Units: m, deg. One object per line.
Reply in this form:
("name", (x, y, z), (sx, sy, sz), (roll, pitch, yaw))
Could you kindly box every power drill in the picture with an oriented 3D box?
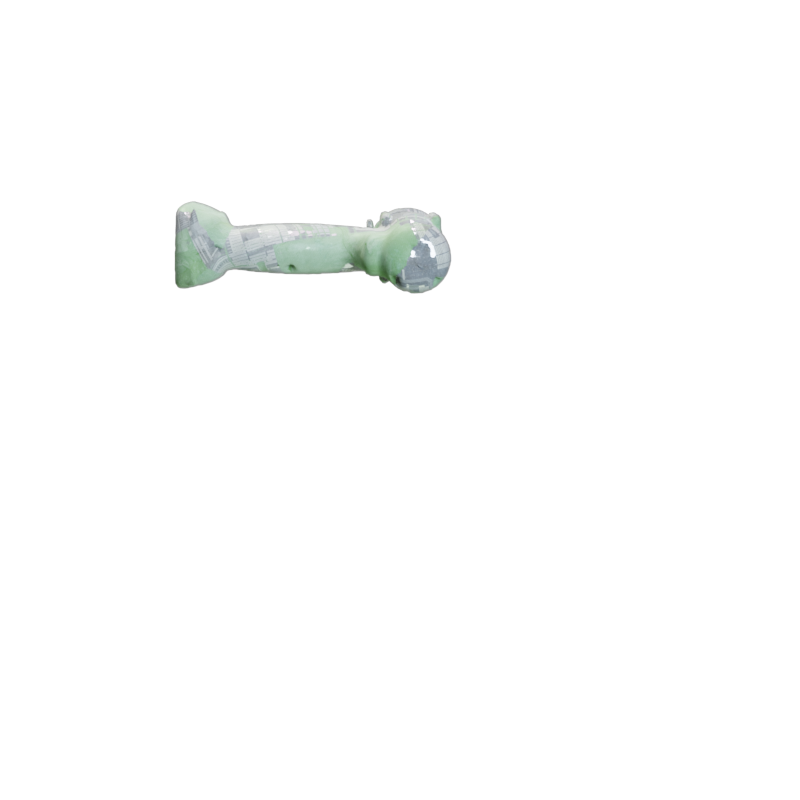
("power drill", (-0.062, -0.113, 0.790), (0.187, 0.056, 0.188), (0, 11, -2))
